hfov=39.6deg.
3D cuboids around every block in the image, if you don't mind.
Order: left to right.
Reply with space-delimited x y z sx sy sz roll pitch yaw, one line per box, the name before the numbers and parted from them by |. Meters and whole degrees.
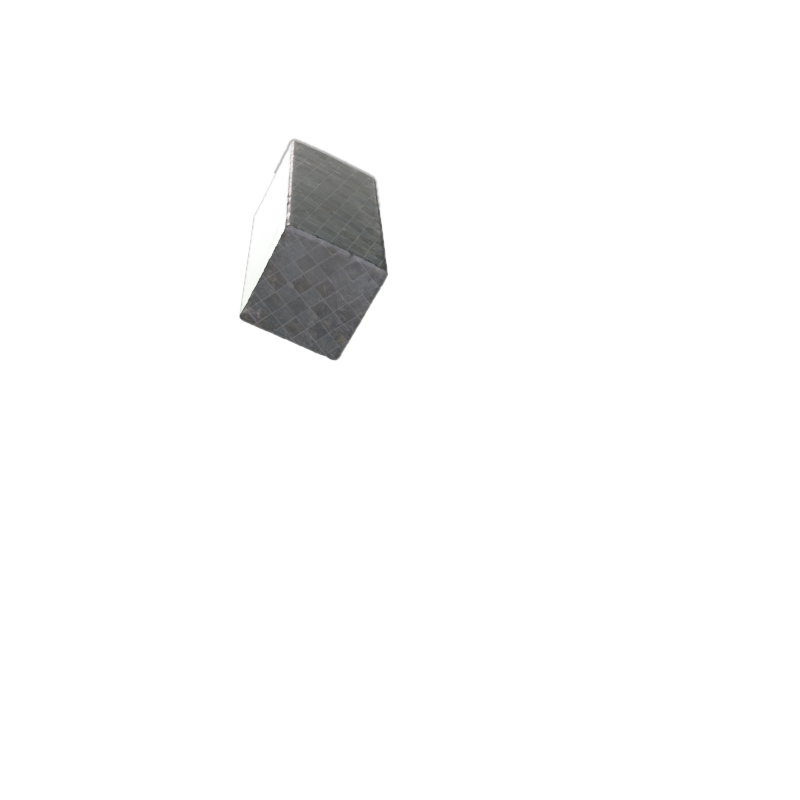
block | -0.073 -0.135 0.946 0.088 0.088 0.218 24 25 -16
